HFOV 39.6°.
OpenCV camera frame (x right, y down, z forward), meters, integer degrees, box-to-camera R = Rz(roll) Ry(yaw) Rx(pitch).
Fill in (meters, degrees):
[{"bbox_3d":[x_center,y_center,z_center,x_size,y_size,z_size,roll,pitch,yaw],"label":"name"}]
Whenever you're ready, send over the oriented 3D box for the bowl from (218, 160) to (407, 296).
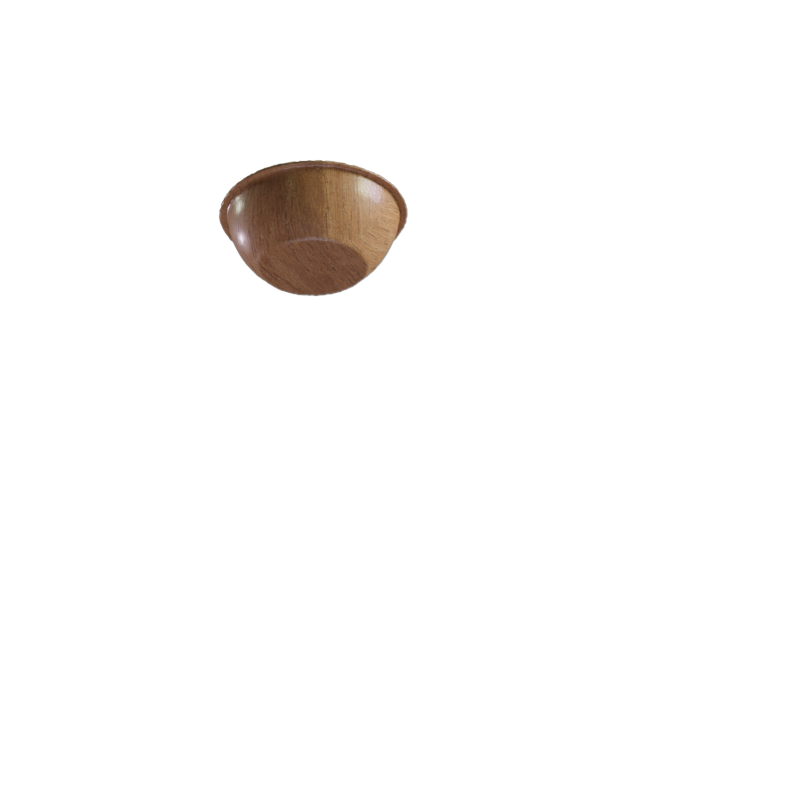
[{"bbox_3d":[-0.073,-0.134,0.939,0.162,0.059,0.153,1,-27,-2],"label":"bowl"}]
